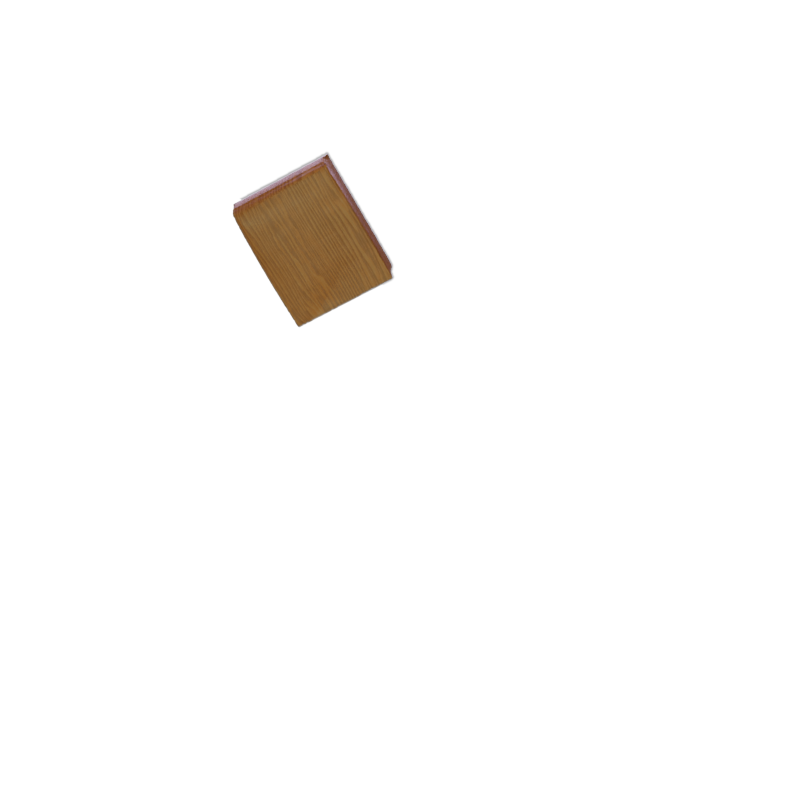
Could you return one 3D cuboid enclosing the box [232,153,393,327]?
[{"bbox_3d":[-0.070,-0.127,0.893,0.090,0.108,0.041,-27,19,10],"label":"box"}]
